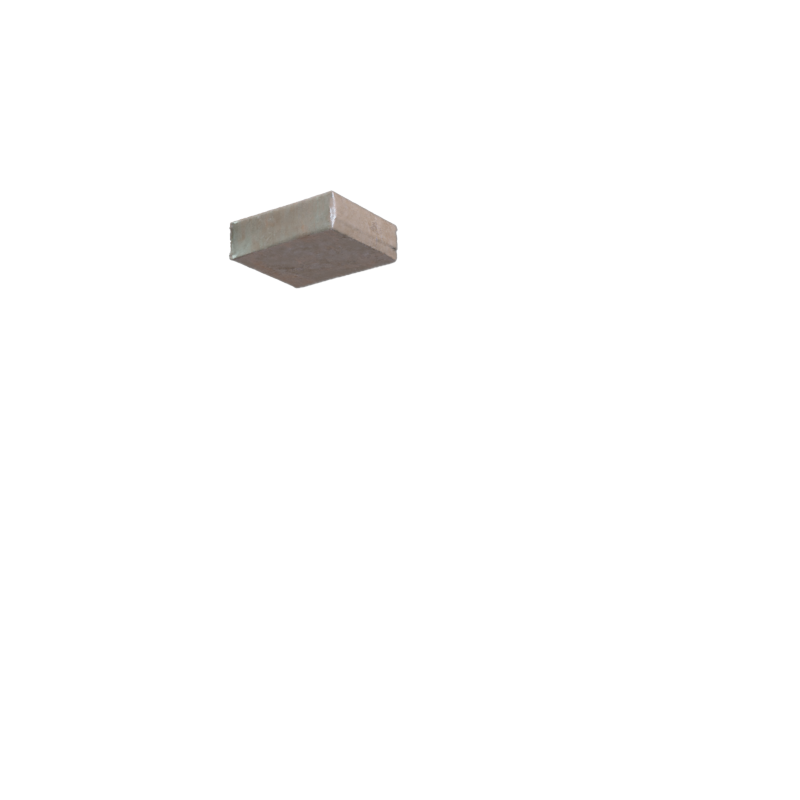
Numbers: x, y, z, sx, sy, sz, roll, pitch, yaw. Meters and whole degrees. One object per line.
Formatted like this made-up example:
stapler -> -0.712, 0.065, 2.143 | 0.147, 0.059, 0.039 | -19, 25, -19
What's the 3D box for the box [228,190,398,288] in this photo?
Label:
box -> -0.072, -0.132, 0.922 | 0.115, 0.041, 0.084 | -13, -22, 34
